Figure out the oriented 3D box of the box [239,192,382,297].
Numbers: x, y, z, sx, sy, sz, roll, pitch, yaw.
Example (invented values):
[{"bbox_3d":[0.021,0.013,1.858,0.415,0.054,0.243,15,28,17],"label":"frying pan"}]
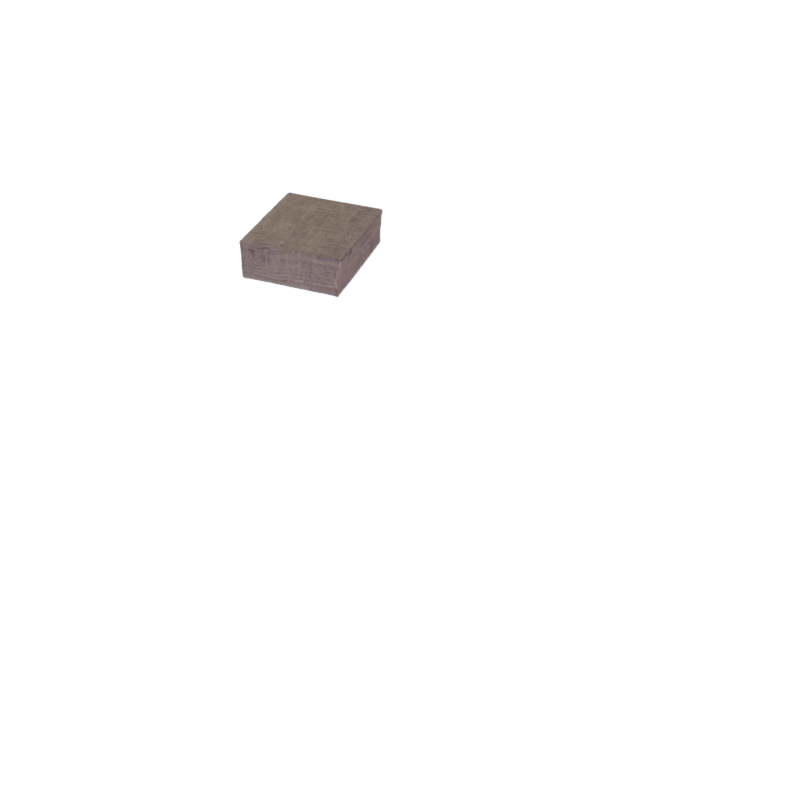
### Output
[{"bbox_3d":[-0.074,-0.135,0.943,0.092,0.036,0.118,10,35,15],"label":"box"}]
